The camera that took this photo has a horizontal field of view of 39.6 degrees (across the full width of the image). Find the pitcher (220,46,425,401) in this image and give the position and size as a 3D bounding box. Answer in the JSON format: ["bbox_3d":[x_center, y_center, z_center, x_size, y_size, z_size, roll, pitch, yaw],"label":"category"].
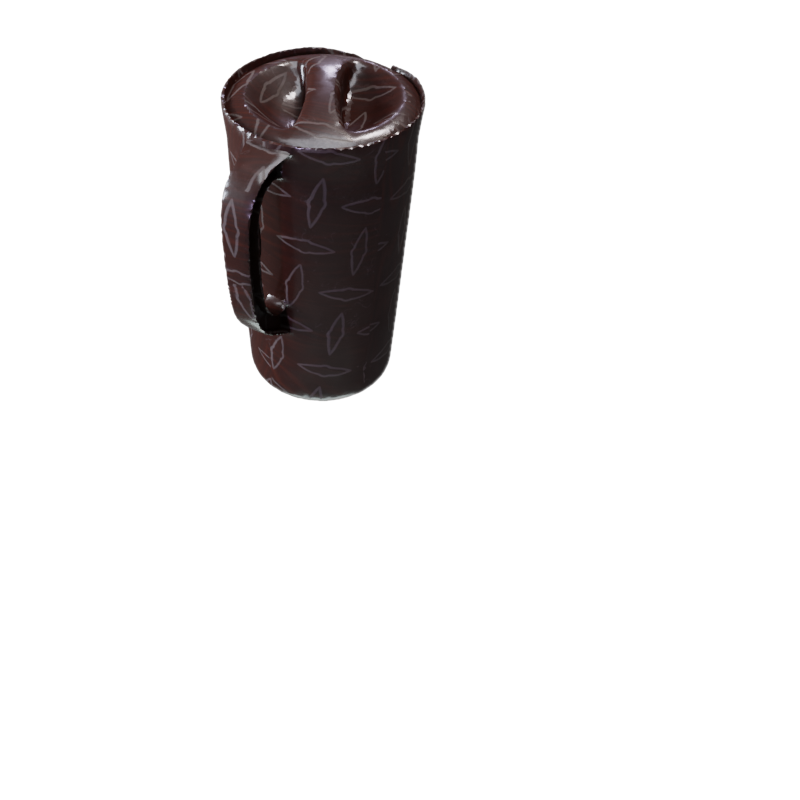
[{"bbox_3d":[-0.061,-0.112,0.784,0.147,0.227,0.157,-10,42,-14],"label":"pitcher"}]
